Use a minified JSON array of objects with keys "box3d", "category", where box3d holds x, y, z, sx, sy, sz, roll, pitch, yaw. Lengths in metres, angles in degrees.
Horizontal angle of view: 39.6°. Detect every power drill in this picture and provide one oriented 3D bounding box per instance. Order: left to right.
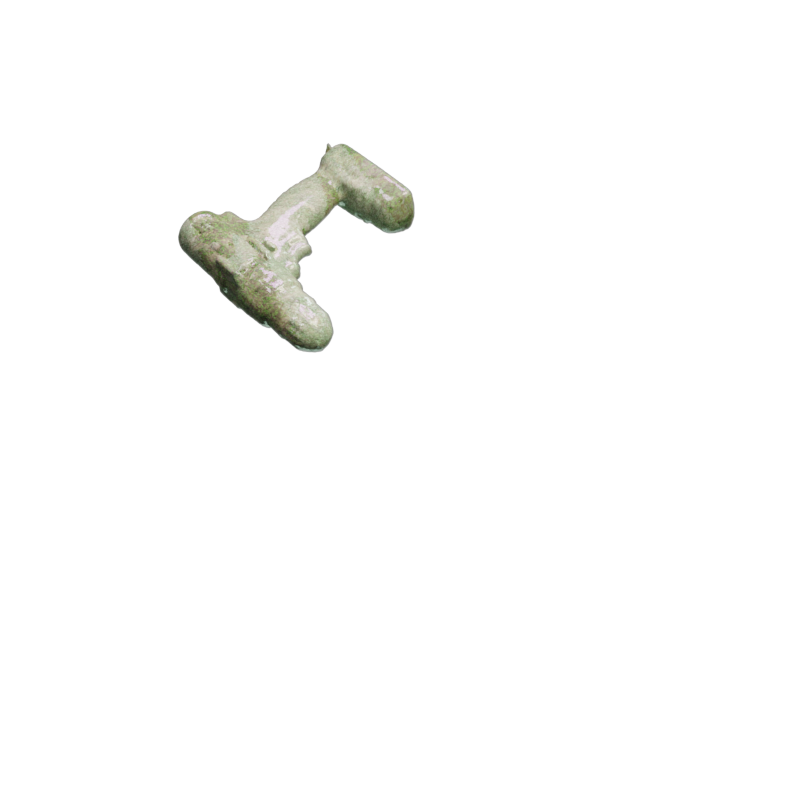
[{"box3d":[-0.078,-0.141,0.991,0.189,0.053,0.197,-36,60,-26],"category":"power drill"}]
